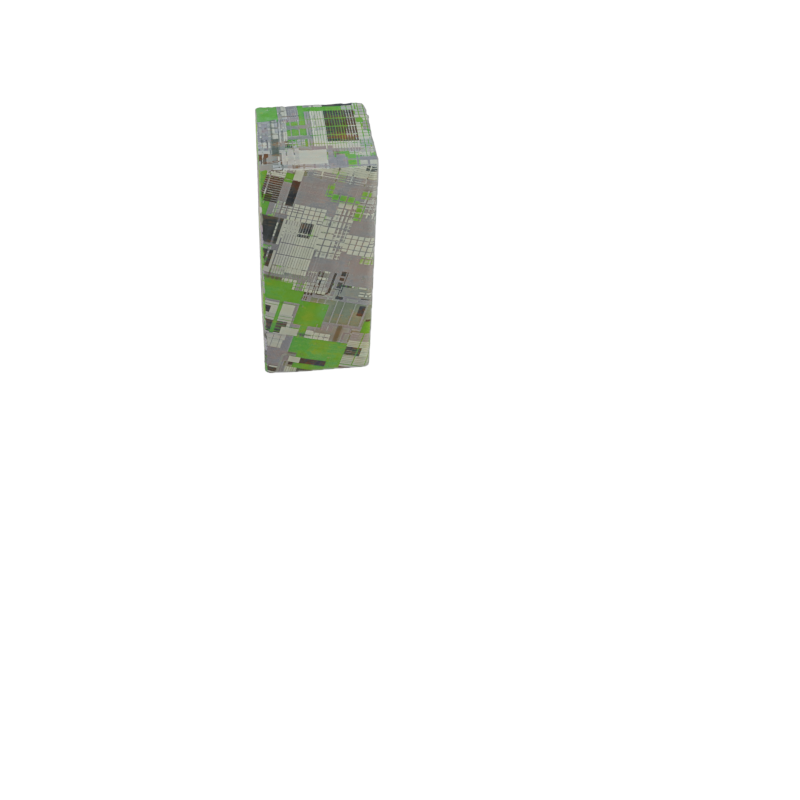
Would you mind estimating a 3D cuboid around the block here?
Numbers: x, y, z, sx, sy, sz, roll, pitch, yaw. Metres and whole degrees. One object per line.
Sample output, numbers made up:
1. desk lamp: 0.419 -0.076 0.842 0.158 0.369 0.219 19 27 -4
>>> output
1. block: -0.070 -0.129 0.902 0.089 0.192 0.098 -3 42 -7
